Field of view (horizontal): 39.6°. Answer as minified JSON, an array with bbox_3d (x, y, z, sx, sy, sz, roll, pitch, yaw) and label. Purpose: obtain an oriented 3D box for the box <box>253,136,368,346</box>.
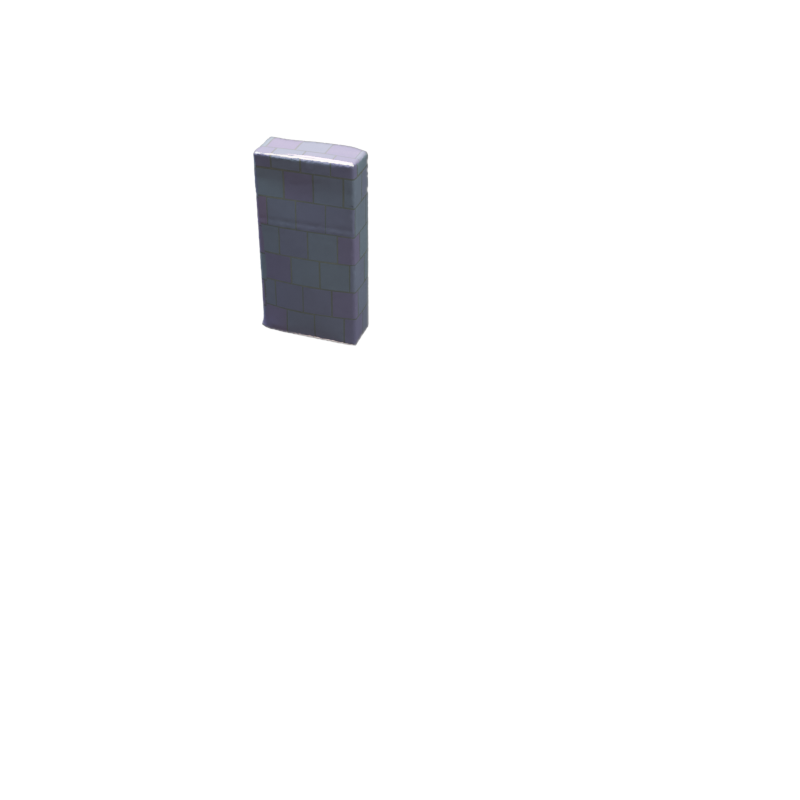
[{"bbox_3d":[-0.076,-0.139,0.971,0.096,0.166,0.049,12,29,17],"label":"box"}]
